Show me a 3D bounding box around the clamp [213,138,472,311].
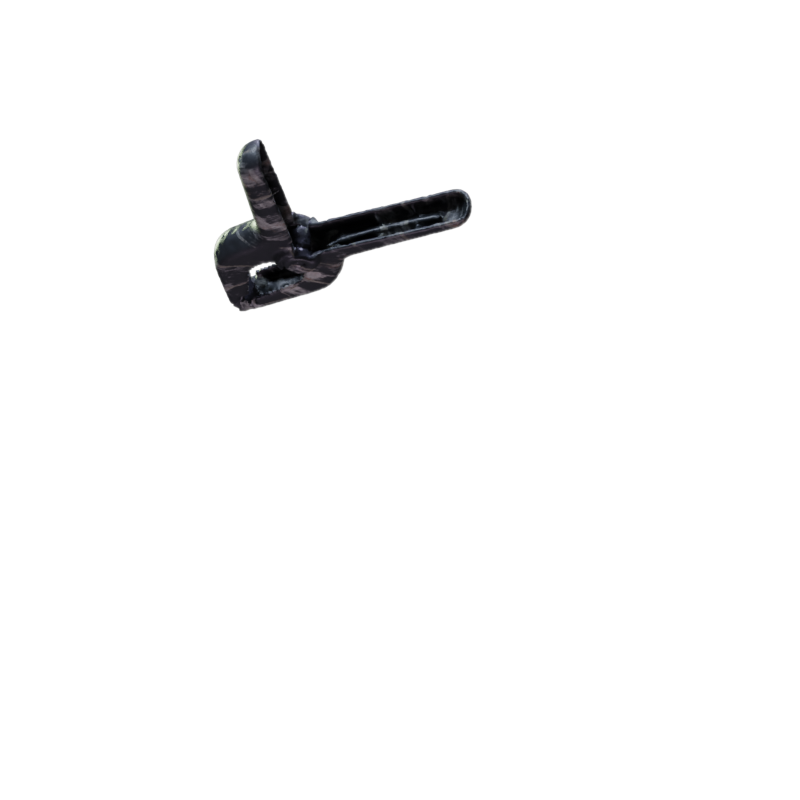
[{"bbox_3d":[-0.060,-0.110,0.773,0.159,0.038,0.206,8,-22,-22],"label":"clamp"}]
